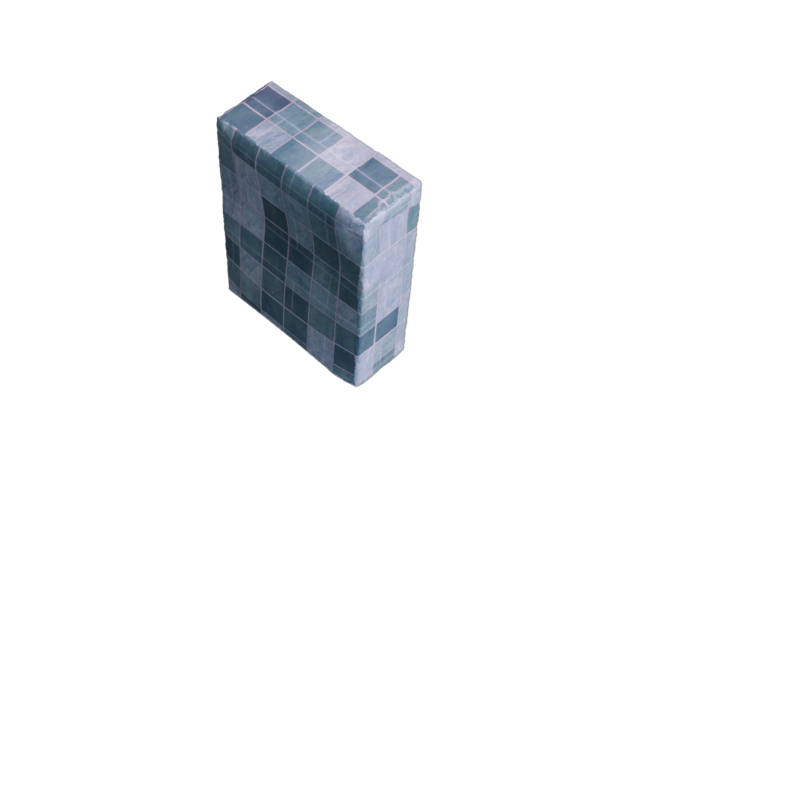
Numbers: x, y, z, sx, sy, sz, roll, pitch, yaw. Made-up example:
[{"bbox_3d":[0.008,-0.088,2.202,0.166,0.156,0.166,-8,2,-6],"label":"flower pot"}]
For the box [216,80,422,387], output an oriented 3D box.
[{"bbox_3d":[-0.072,-0.131,0.914,0.174,0.199,0.073,39,60,23],"label":"box"}]
